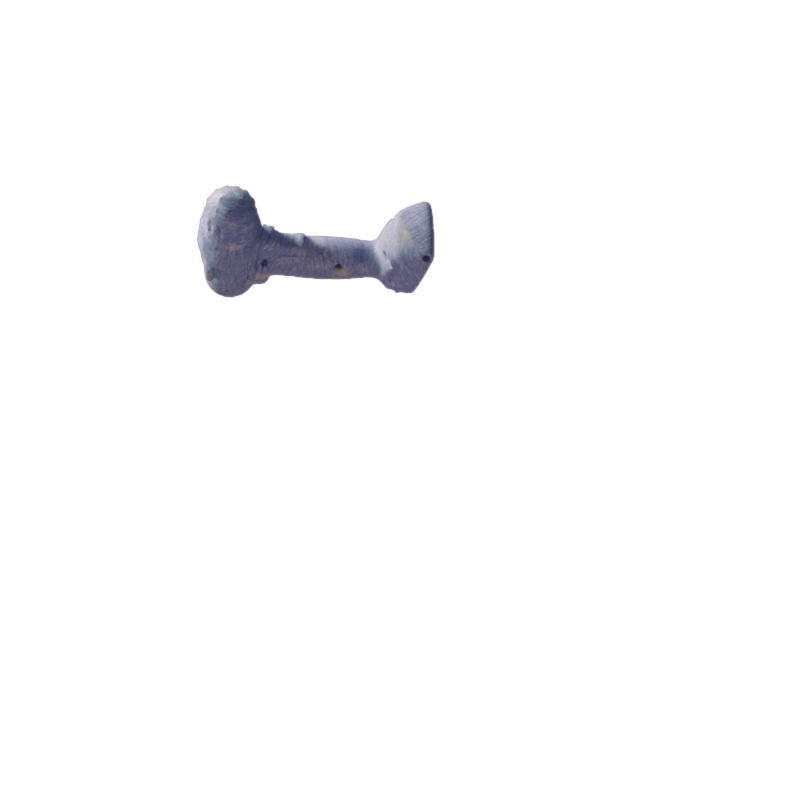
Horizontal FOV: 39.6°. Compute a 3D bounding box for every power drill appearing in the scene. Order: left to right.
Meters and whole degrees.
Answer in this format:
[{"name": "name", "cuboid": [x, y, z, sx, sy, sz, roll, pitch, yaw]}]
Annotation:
[{"name": "power drill", "cuboid": [-0.071, -0.129, 0.901, 0.186, 0.059, 0.180, 1, -10, -7]}]
